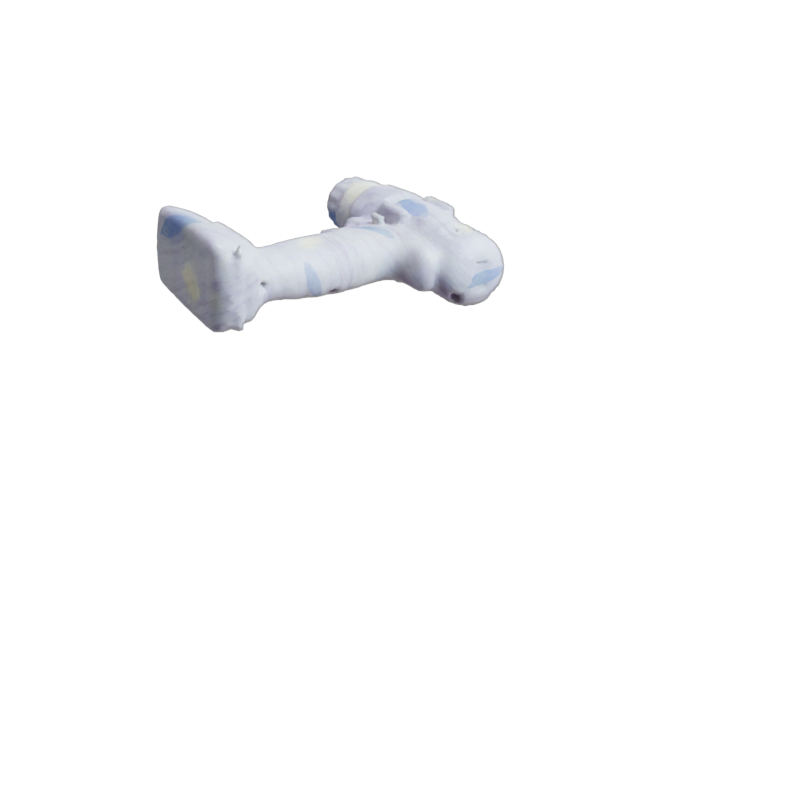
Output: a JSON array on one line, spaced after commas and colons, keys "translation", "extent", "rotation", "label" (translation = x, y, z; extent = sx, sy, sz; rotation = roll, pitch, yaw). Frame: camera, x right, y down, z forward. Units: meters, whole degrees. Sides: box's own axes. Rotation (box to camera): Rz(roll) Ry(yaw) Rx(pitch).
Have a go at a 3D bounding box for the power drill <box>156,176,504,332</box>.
[{"translation": [-0.055, -0.101, 0.707], "extent": [0.184, 0.055, 0.197], "rotation": [-12, 26, -26], "label": "power drill"}]
